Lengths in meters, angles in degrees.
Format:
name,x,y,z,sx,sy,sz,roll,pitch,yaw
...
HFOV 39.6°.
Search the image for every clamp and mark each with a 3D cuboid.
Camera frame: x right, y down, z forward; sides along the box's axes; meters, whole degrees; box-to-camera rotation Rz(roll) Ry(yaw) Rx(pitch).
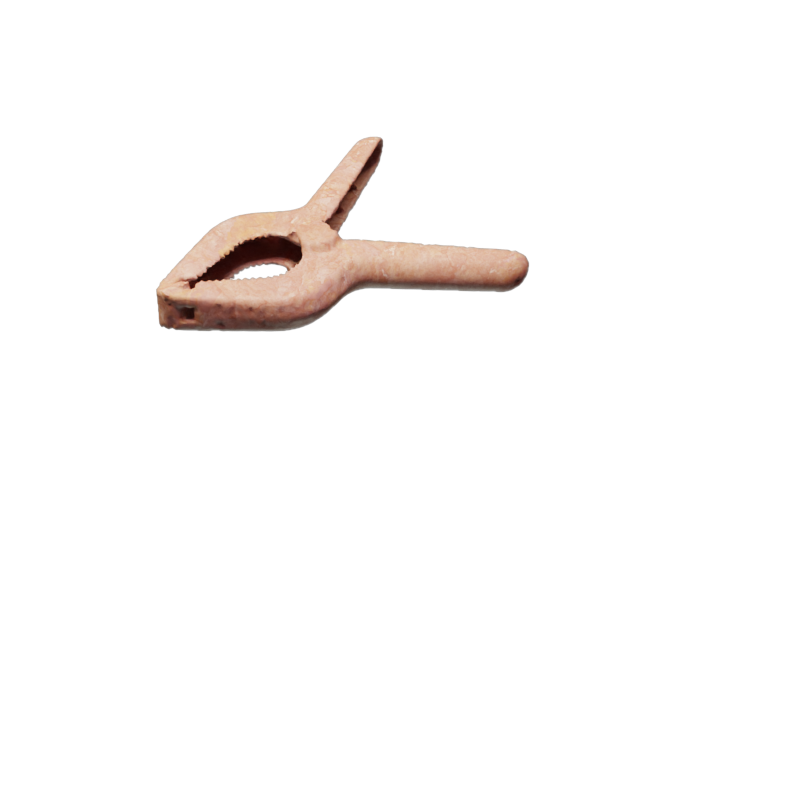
name,x,y,z,sx,sy,sz,roll,pitch,yaw
clamp,-0.052,-0.096,0.670,0.208,0.034,0.178,-18,45,-20
